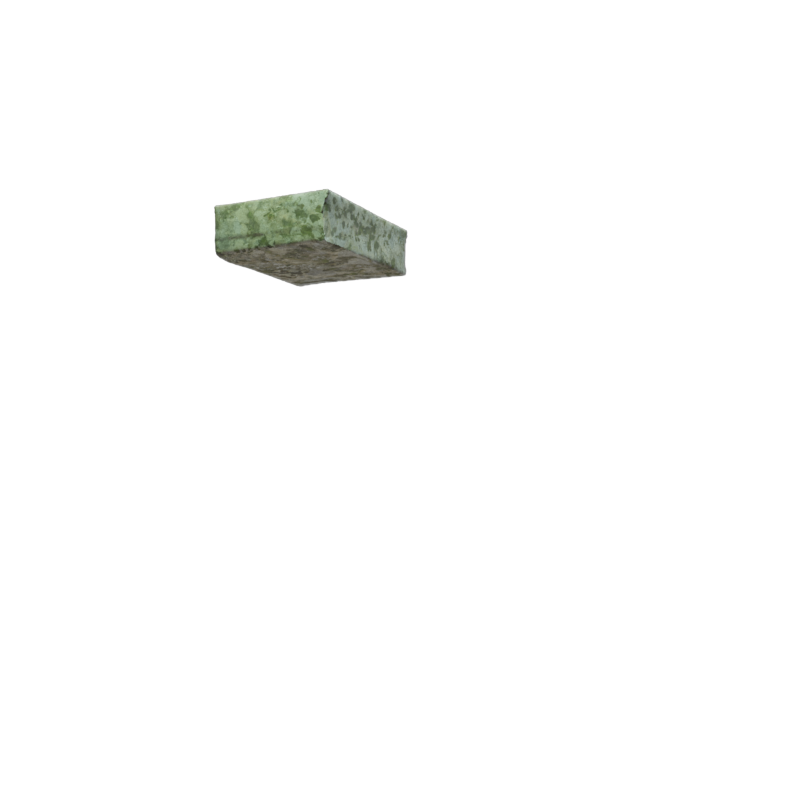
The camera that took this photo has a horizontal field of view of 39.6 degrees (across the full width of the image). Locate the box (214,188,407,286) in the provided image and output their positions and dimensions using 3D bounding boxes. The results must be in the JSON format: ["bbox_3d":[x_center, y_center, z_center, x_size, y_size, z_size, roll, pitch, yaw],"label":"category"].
[{"bbox_3d":[-0.059,-0.108,0.755,0.092,0.040,0.108,-4,-7,29],"label":"box"}]
